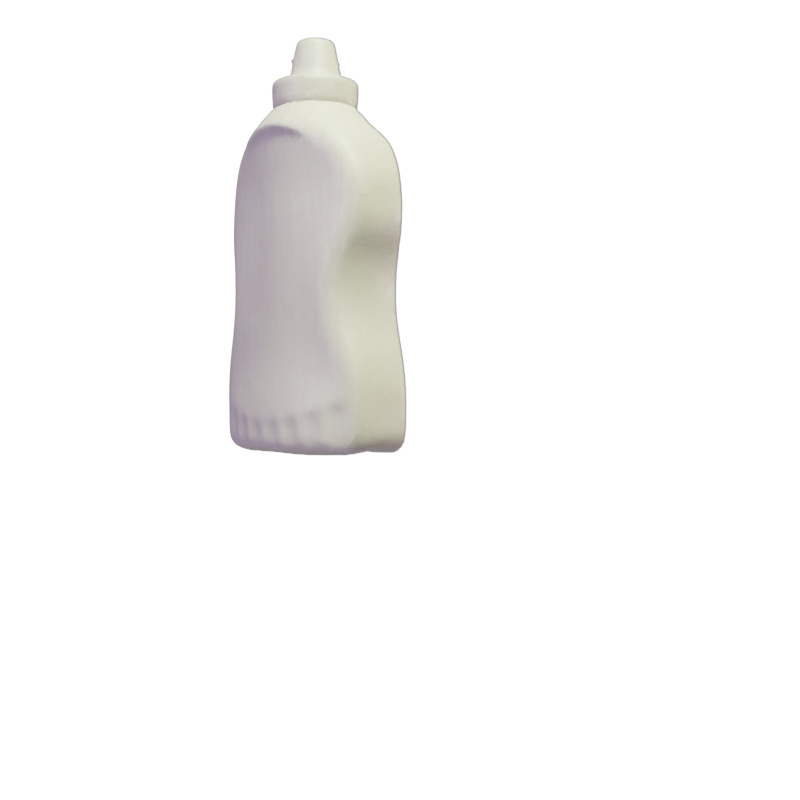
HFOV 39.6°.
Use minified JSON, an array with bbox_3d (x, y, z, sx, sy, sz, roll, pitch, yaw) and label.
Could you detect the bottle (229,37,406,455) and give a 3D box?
[{"bbox_3d":[-0.040,-0.074,0.516,0.056,0.195,0.099,5,-7,-39],"label":"bottle"}]
